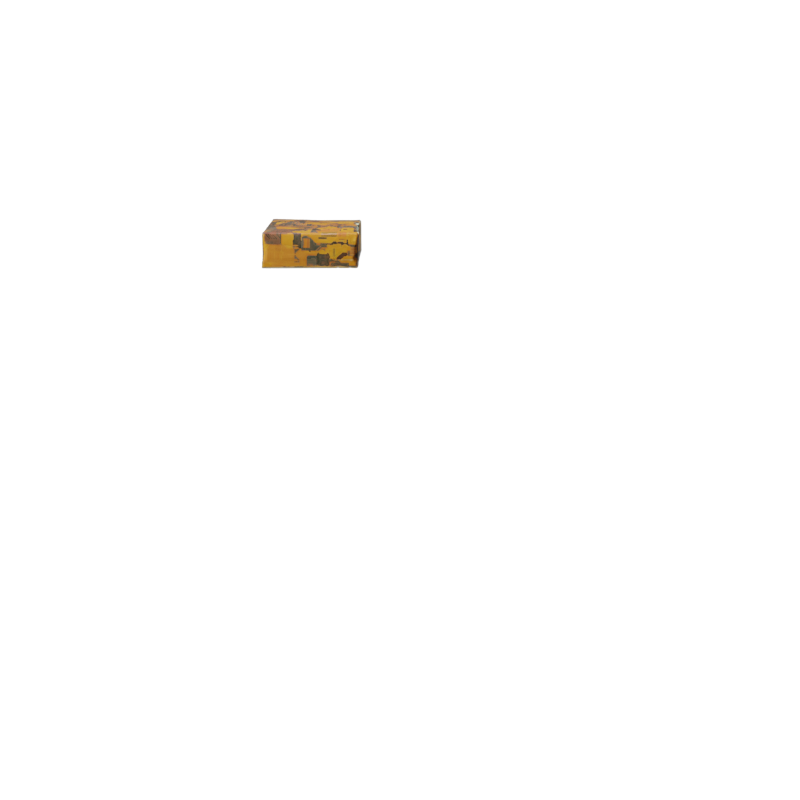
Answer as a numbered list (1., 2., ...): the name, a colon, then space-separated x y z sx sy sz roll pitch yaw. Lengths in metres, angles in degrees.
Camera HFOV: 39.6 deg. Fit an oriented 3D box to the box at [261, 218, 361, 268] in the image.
1. box: -0.068 -0.124 0.866 0.073 0.029 0.091 0 15 1
